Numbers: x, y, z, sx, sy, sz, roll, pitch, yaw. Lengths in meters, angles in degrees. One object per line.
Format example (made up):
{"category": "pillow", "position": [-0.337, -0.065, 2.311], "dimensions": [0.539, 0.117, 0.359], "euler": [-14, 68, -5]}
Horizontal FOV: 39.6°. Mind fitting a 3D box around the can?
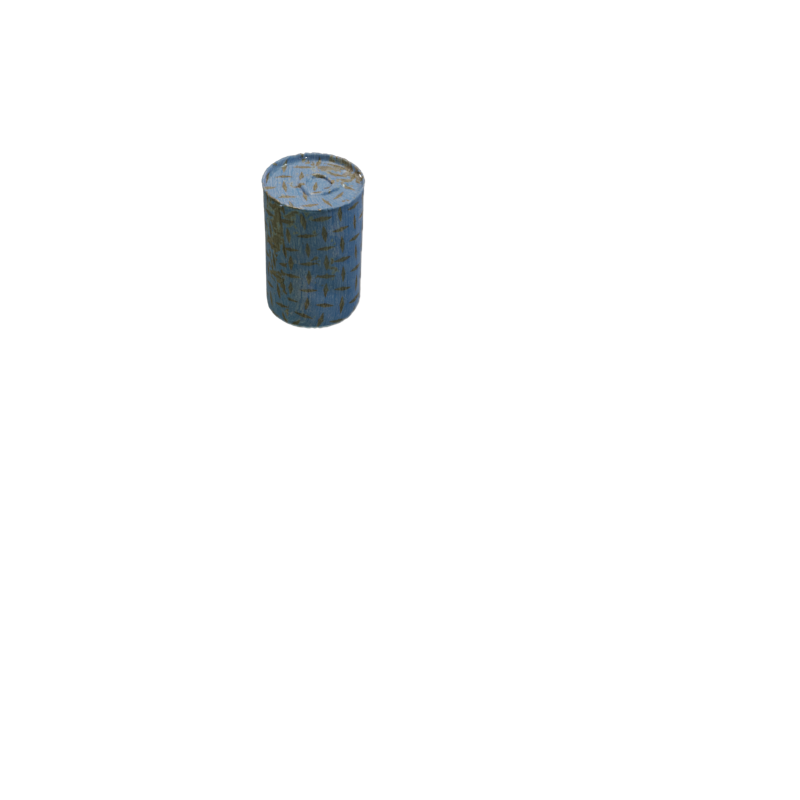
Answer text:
{"category": "can", "position": [-0.059, -0.108, 0.756], "dimensions": [0.068, 0.095, 0.073], "euler": [0, 40, -3]}
